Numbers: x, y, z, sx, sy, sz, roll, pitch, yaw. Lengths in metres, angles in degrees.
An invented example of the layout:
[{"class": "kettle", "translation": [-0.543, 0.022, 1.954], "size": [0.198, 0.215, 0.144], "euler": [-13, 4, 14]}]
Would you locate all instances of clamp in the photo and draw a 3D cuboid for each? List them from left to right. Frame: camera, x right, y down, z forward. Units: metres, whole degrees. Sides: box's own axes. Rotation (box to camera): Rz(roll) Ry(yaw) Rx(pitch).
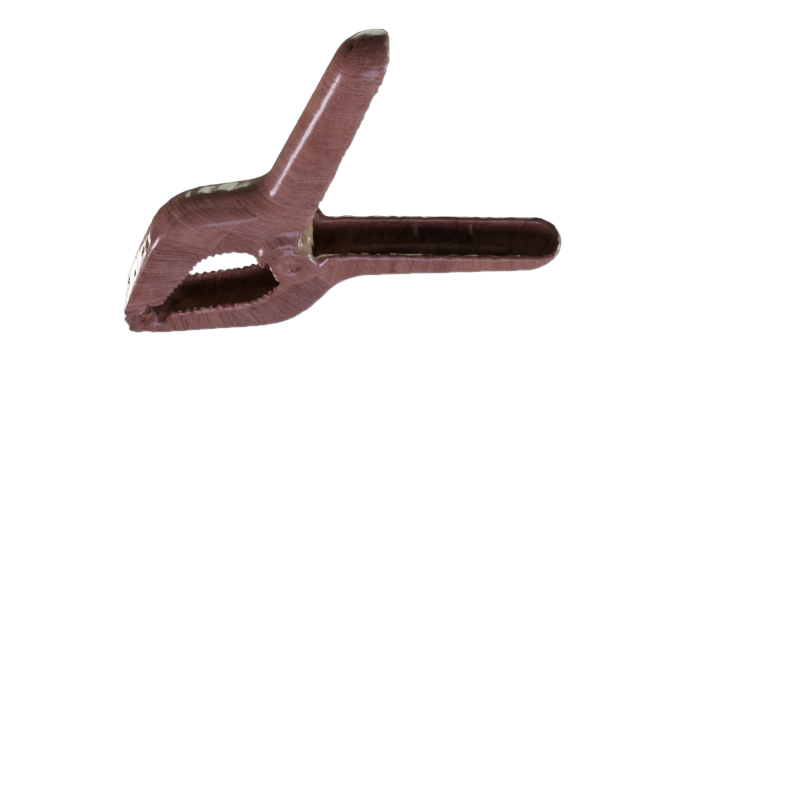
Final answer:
[{"class": "clamp", "translation": [-0.041, -0.074, 0.520], "size": [0.210, 0.039, 0.153], "euler": [-24, -40, 32]}]
